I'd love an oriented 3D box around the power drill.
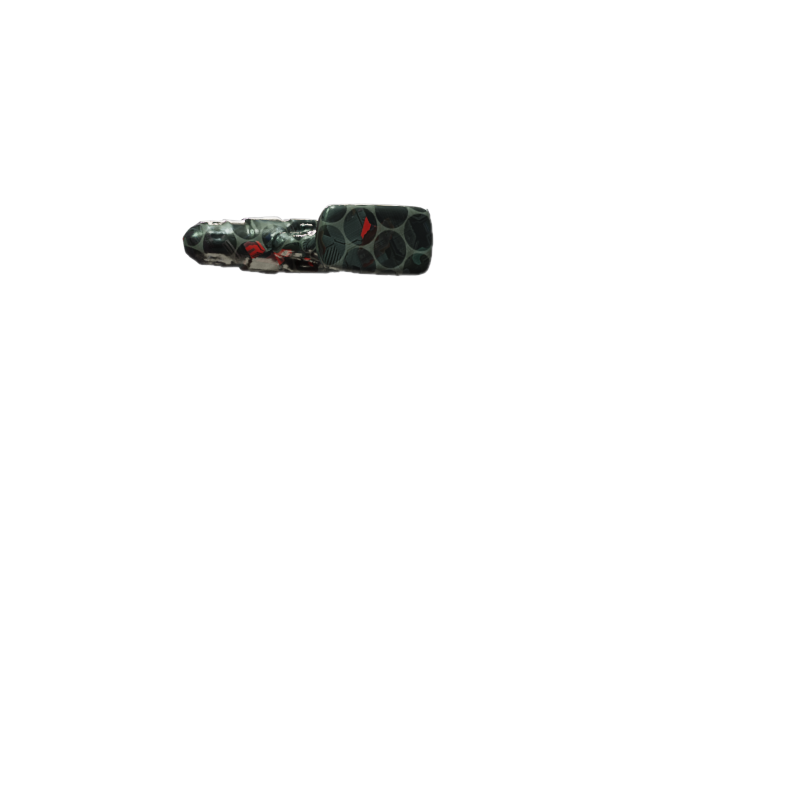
[{"bbox_3d":[-0.074,-0.135,0.949,0.179,0.057,0.195,-3,7,-28],"label":"power drill"}]
